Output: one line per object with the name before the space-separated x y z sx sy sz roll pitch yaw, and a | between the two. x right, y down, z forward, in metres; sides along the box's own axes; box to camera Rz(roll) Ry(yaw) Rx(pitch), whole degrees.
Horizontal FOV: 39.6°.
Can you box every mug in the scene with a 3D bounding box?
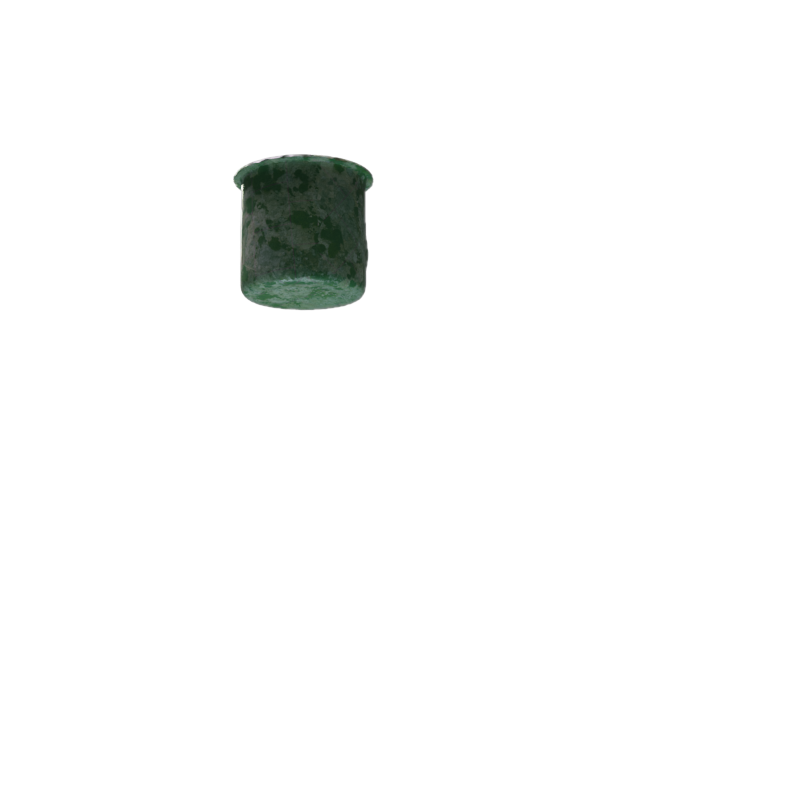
mug | -0.058 -0.105 0.735 0.095 0.084 0.110 -8 -14 30
